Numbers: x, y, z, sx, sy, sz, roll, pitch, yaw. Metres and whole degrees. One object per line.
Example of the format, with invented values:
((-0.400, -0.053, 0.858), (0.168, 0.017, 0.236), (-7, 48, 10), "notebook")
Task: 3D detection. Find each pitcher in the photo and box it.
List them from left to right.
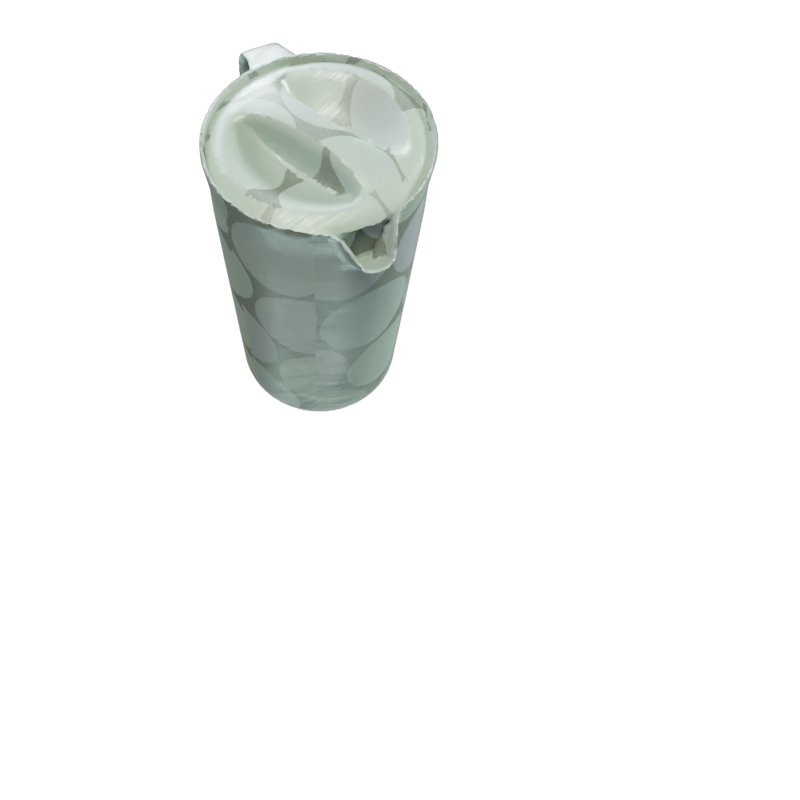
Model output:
((-0.056, -0.102, 0.713), (0.148, 0.156, 0.228), (18, -30, 7), "pitcher")
